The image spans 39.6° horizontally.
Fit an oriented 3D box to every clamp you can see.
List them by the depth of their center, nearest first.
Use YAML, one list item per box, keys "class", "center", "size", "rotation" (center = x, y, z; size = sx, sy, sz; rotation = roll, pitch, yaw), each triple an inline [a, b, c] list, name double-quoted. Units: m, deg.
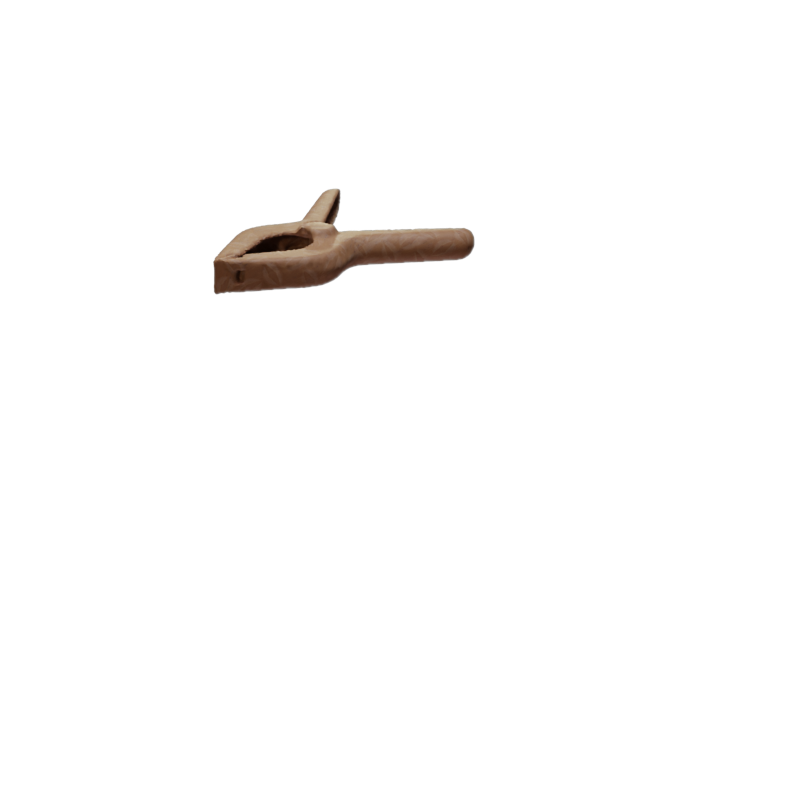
- class: "clamp"
  center: [-0.069, -0.126, 0.885]
  size: [0.206, 0.035, 0.176]
  rotation: [-19, 32, -35]
